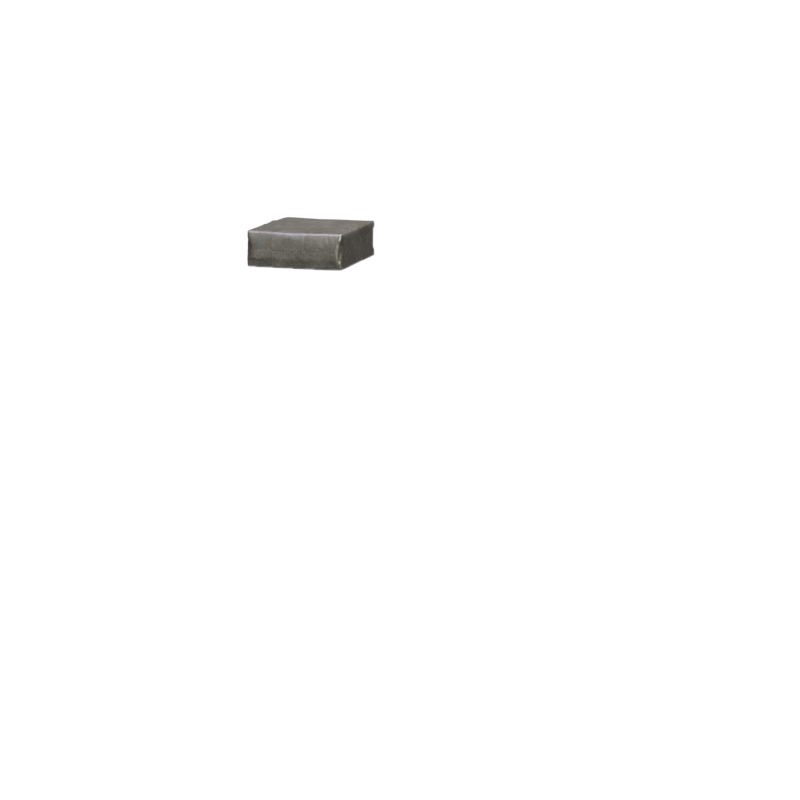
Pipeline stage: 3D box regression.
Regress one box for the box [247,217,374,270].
[{"bbox_3d":[-0.065,-0.119,0.835,0.075,0.029,0.090,5,16,16],"label":"box"}]
